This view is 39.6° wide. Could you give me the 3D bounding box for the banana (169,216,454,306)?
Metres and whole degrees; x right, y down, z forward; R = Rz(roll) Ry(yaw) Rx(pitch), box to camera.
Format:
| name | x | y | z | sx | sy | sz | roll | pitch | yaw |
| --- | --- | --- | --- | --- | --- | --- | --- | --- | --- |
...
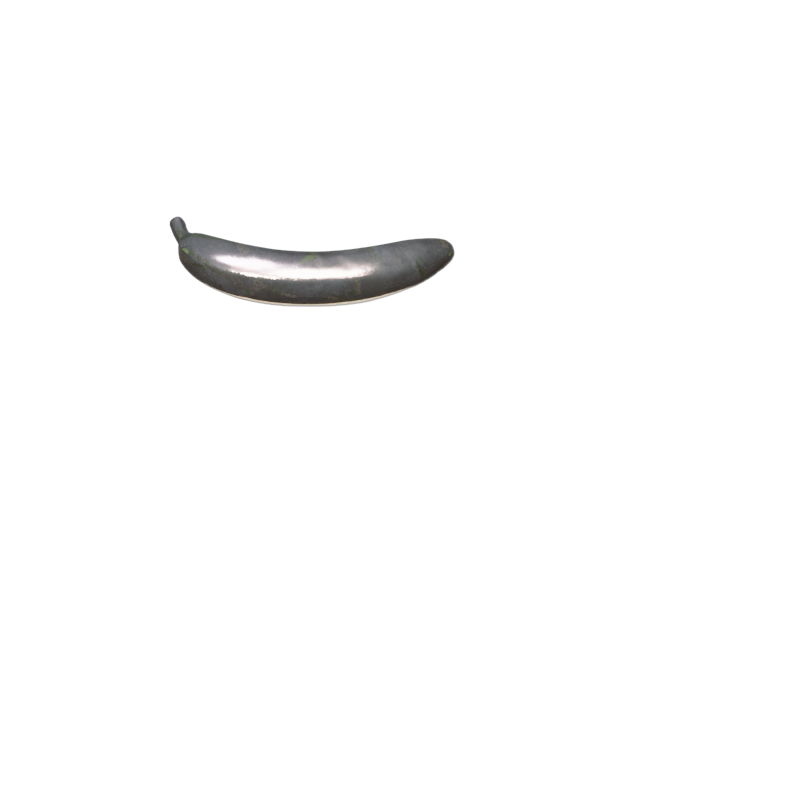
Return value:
| name | x | y | z | sx | sy | sz | roll | pitch | yaw |
| --- | --- | --- | --- | --- | --- | --- | --- | --- | --- |
| banana | -0.064 | -0.091 | 0.737 | 0.199 | 0.074 | 0.034 | 7 | -35 | 5 |
